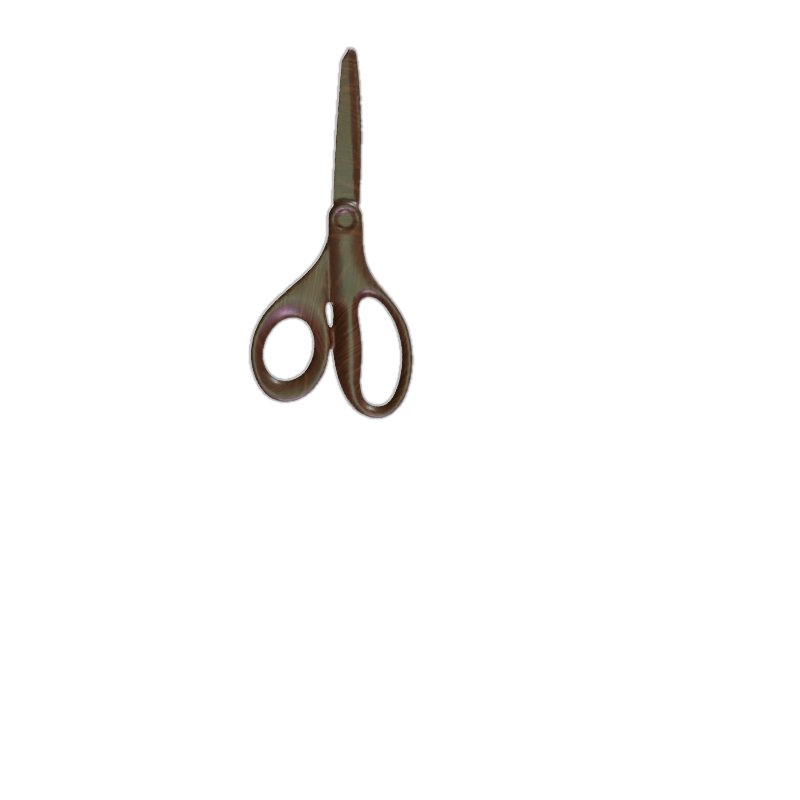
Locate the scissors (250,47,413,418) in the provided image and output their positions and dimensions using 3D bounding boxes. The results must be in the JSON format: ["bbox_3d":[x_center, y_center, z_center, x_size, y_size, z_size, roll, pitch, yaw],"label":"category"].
[{"bbox_3d":[-0.047,-0.086,0.605,0.096,0.205,0.015,-14,-7,-2],"label":"scissors"}]
